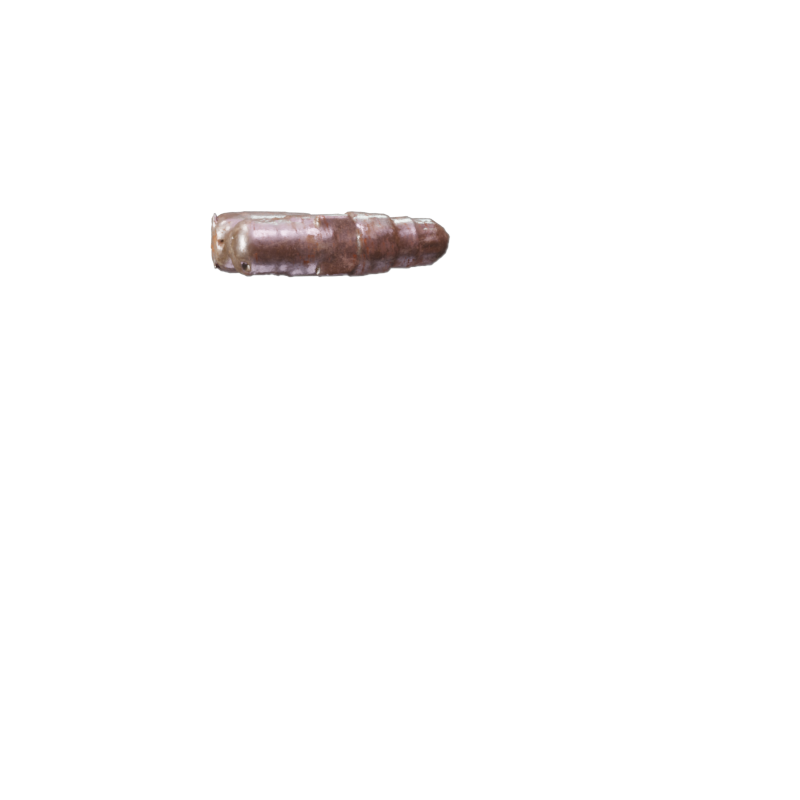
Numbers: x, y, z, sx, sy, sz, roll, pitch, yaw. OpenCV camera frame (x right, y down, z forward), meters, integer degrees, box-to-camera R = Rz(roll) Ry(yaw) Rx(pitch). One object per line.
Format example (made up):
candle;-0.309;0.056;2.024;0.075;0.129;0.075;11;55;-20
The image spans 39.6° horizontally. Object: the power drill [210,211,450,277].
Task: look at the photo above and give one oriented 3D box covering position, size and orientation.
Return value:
power drill;-0.074;-0.136;0.950;0.180;0.057;0.194;-3;8;-23
